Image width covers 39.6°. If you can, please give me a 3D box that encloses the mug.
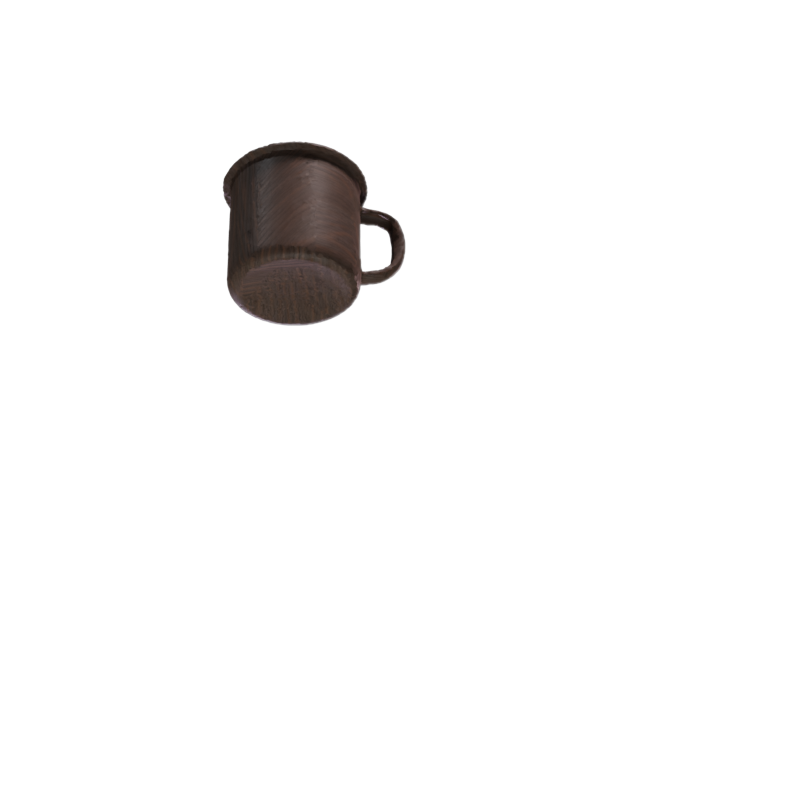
[{"bbox_3d":[-0.054,-0.099,0.692,0.115,0.087,0.089,7,-34,-12],"label":"mug"}]
